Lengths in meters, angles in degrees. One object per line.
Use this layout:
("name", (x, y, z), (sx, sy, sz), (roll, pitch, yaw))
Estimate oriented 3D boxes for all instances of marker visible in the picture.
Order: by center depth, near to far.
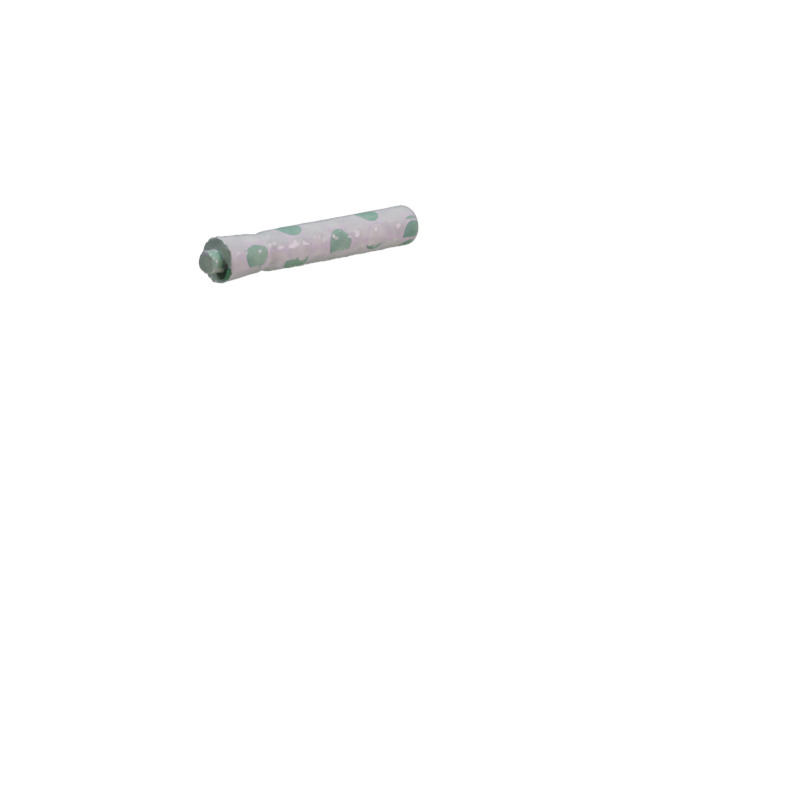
("marker", (-0.037, -0.068, 0.477), (0.021, 0.019, 0.119), (4, 16, 42))
